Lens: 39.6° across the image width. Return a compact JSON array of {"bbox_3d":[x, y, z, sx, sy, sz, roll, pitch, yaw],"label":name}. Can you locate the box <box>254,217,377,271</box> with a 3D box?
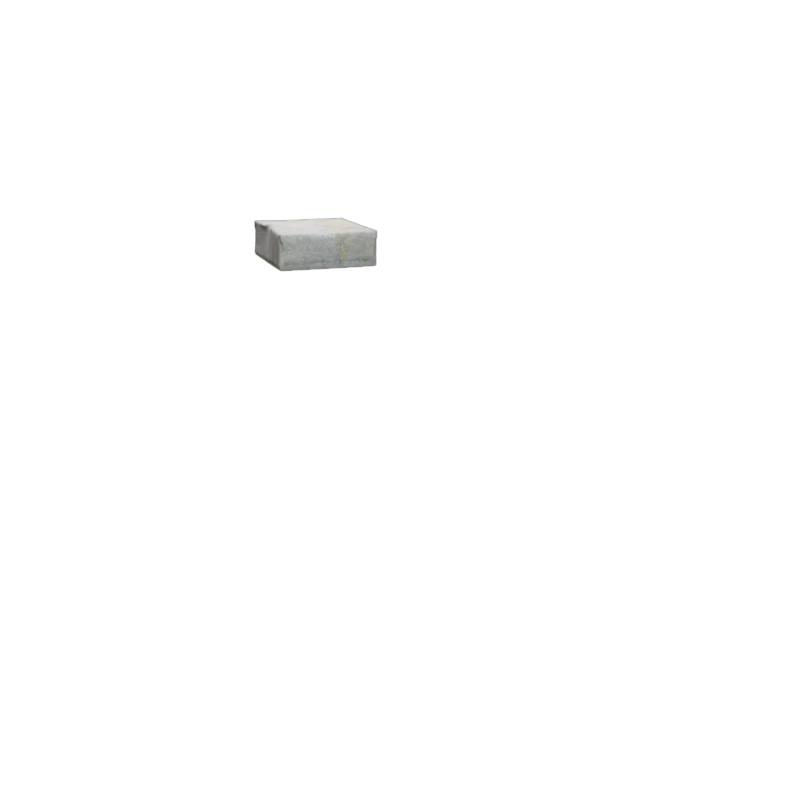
[{"bbox_3d":[-0.065,-0.119,0.831,0.072,0.029,0.093,-4,16,-17],"label":"box"}]
